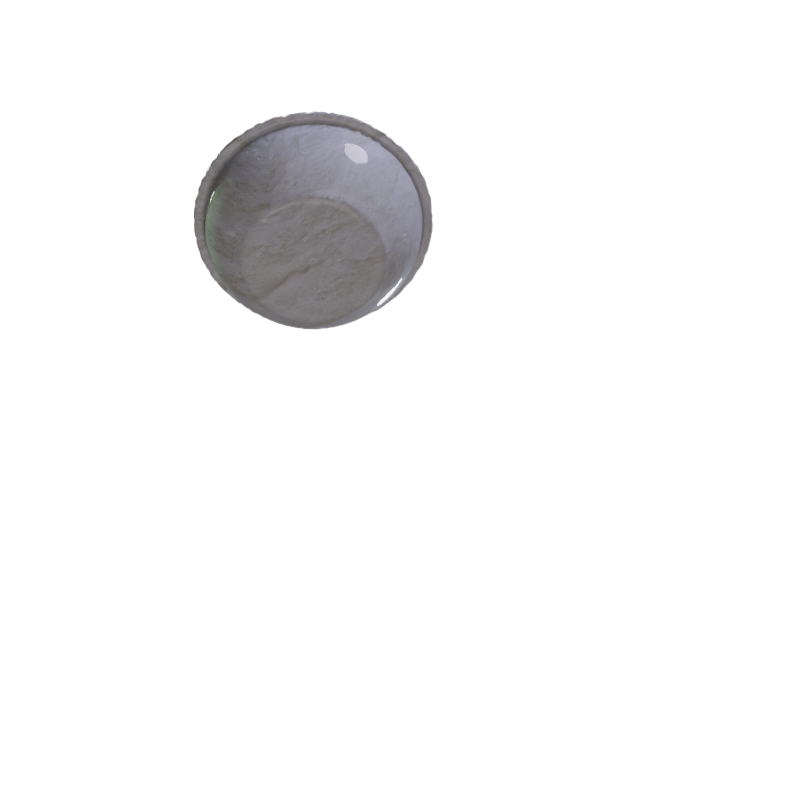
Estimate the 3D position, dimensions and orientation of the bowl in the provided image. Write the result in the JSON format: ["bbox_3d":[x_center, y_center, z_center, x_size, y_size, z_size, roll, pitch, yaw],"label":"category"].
[{"bbox_3d":[-0.057,-0.104,0.726,0.162,0.153,0.058,1,30,-1],"label":"bowl"}]
